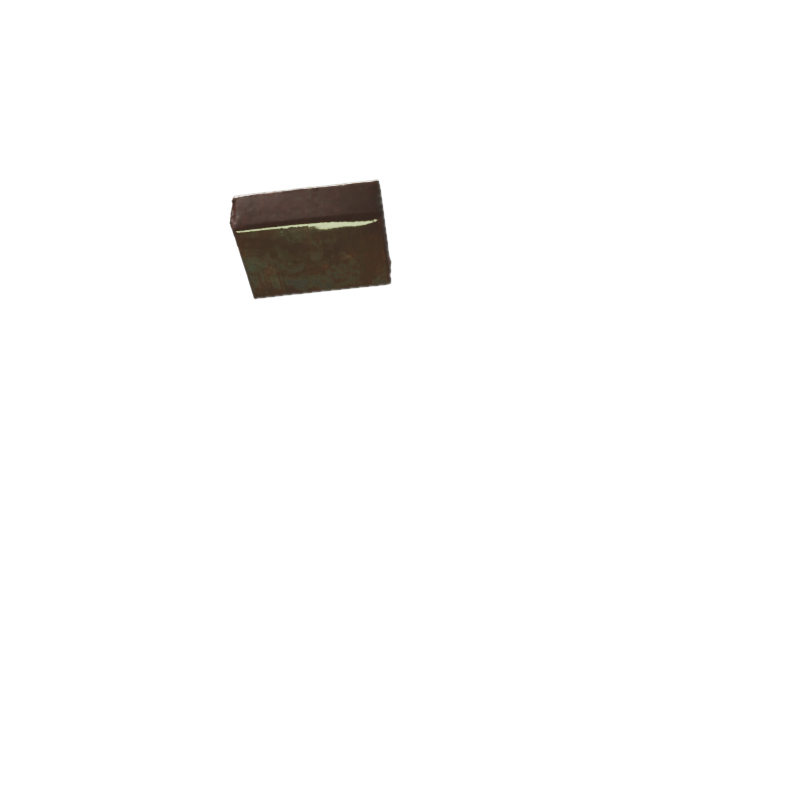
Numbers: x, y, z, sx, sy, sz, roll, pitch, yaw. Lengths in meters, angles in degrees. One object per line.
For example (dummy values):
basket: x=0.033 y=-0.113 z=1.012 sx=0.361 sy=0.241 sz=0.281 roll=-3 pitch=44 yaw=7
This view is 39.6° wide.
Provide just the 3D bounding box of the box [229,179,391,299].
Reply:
box: x=-0.066 y=-0.121 z=0.844 sx=0.114 sy=0.042 sz=0.083 roll=-3 pitch=-32 yaw=5
